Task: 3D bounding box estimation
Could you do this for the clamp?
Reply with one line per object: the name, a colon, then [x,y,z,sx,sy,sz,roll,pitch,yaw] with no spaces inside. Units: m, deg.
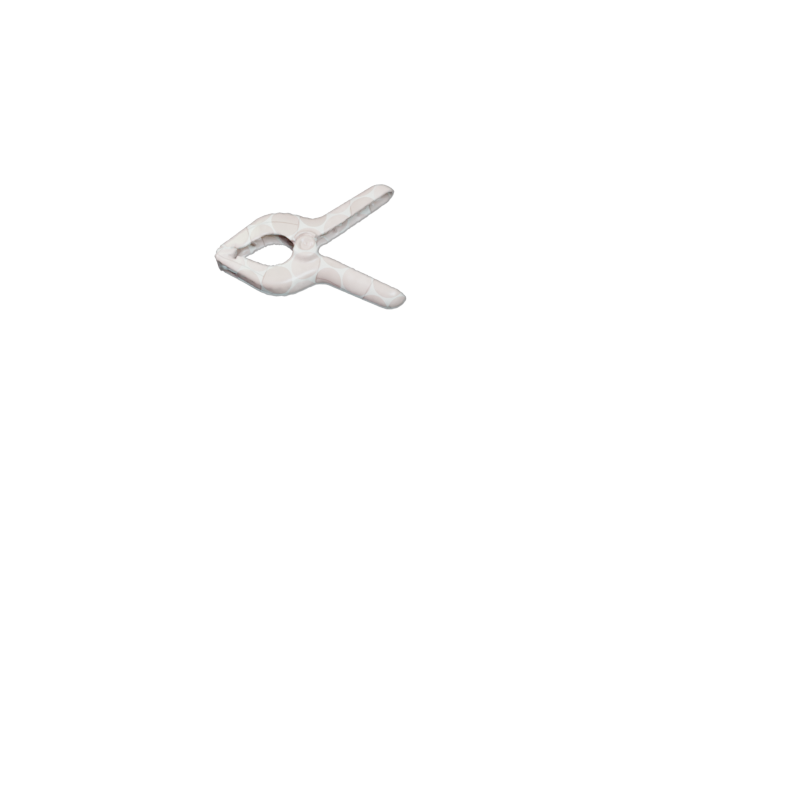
clamp: [-0.078,-0.142,0.998,0.172,0.127,0.037,4,-29,2]
